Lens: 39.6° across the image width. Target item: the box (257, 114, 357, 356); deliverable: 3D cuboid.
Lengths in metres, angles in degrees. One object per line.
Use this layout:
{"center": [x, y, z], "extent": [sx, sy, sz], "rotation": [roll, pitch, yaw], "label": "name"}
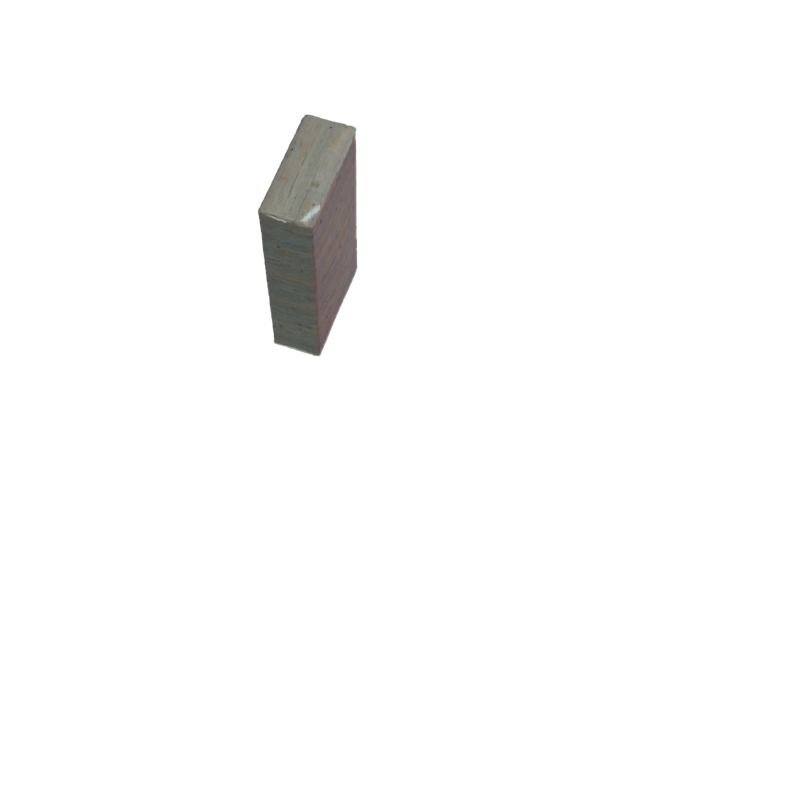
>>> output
{"center": [-0.064, -0.116, 0.815], "extent": [0.049, 0.097, 0.166], "rotation": [18, -28, 5], "label": "box"}
